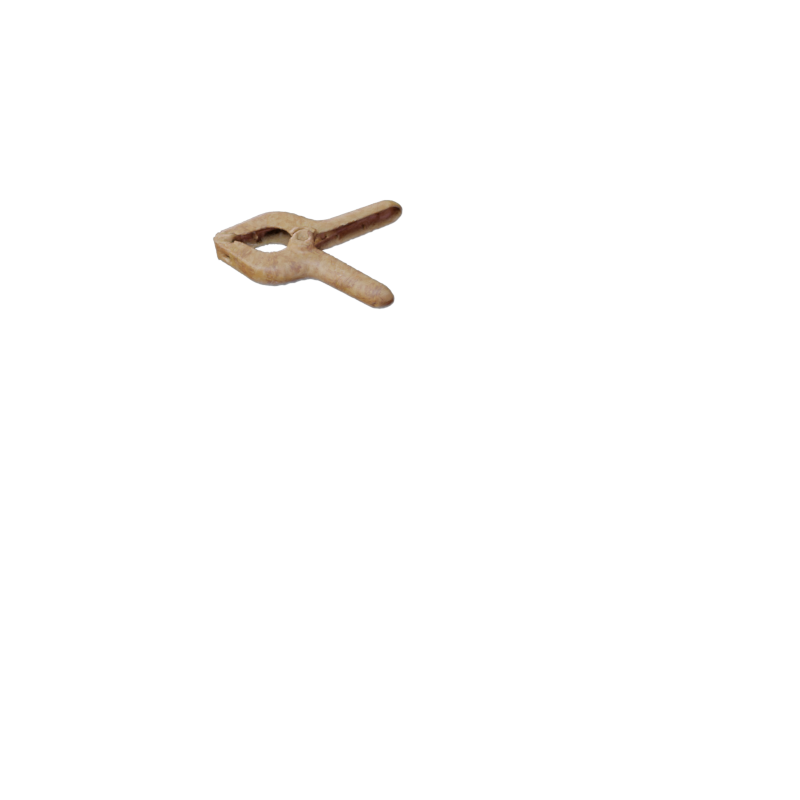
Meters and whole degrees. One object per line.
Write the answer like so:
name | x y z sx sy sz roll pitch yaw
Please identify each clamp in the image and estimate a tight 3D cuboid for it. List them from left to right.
clamp | -0.078 -0.142 0.995 0.175 0.036 0.126 11 47 10
